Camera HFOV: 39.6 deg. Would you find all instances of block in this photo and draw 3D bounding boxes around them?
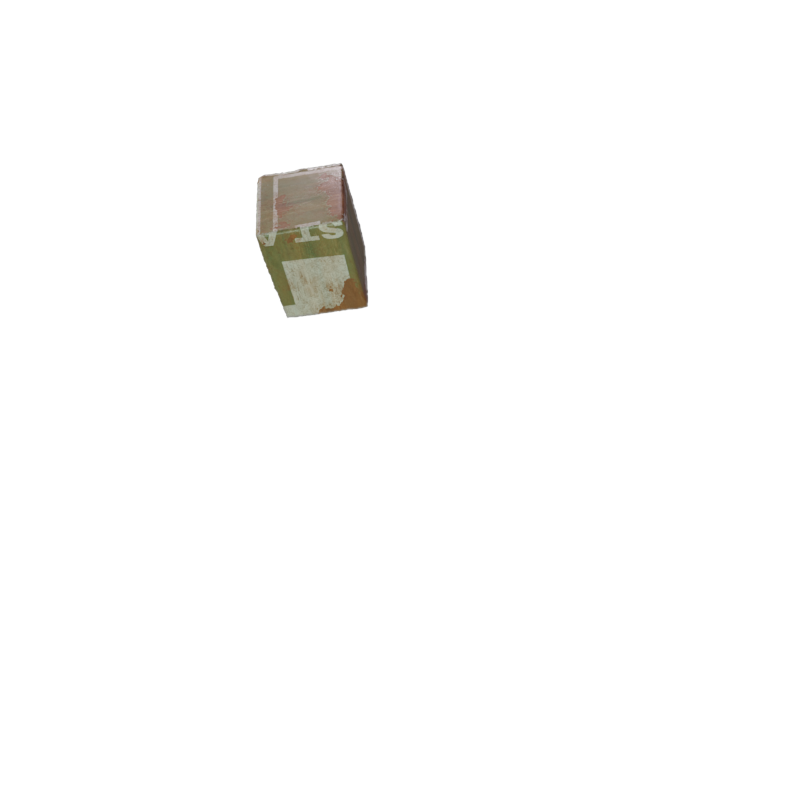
[{"bbox_3d":[-0.052,-0.095,0.662,0.053,0.055,0.072,-7,-40,7],"label":"block"}]
